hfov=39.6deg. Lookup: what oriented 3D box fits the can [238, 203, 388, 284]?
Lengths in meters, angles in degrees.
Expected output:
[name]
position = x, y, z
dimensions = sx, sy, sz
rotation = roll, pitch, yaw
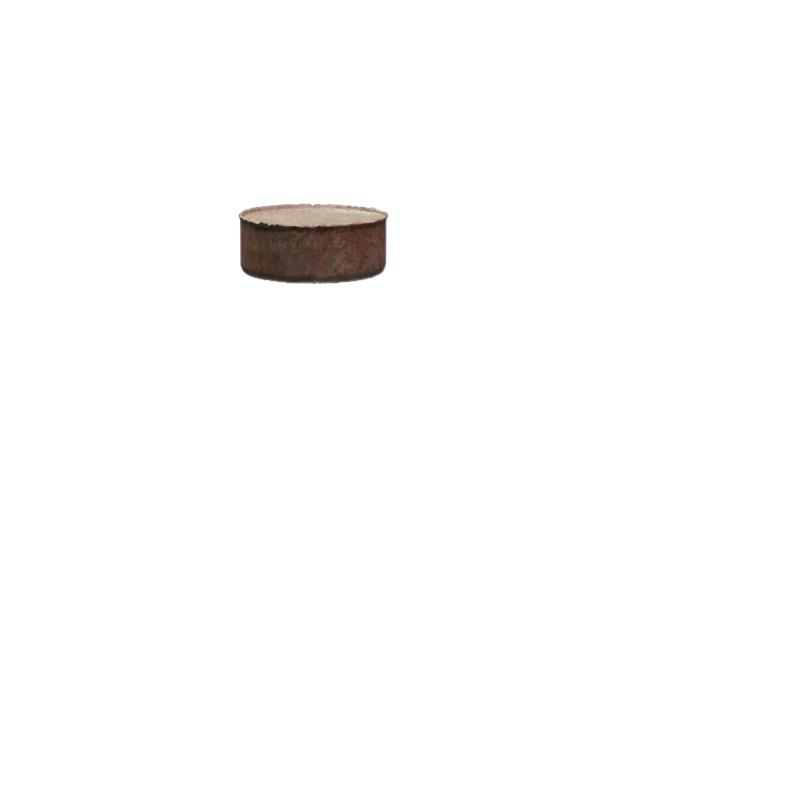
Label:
[can]
position = -0.050, -0.091, 0.639
dimensions = 0.086, 0.033, 0.089
rotation = -1, 17, -2
